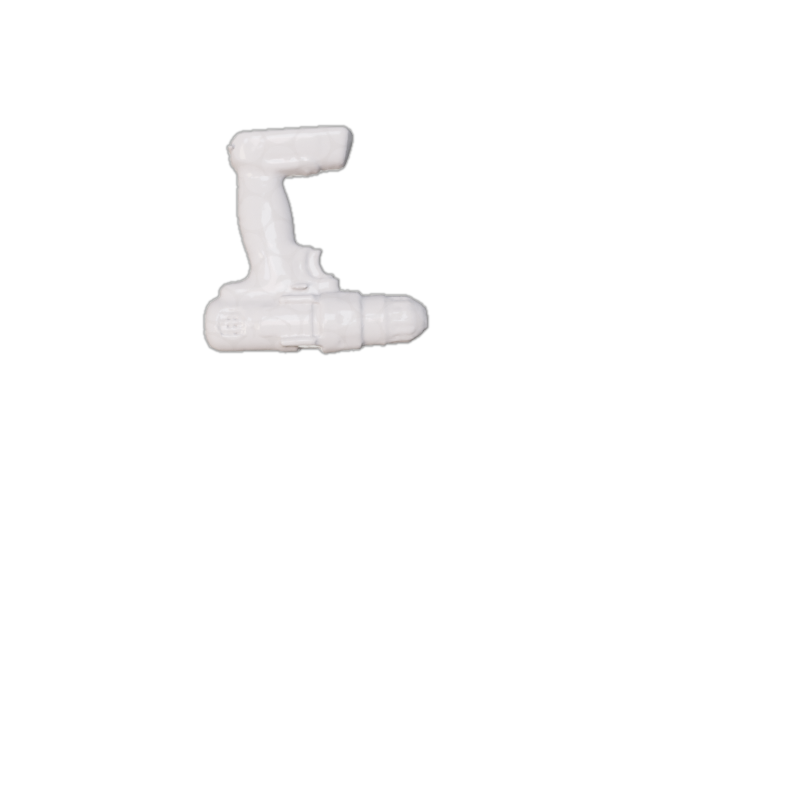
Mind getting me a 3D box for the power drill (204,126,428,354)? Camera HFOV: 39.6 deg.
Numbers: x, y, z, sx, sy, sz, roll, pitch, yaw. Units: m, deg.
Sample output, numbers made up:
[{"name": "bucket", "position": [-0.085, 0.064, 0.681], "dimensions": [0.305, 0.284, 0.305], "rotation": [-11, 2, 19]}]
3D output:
[{"name": "power drill", "position": [-0.072, -0.132, 0.926], "dimensions": [0.184, 0.193, 0.056], "rotation": [-2, -11, -1]}]
